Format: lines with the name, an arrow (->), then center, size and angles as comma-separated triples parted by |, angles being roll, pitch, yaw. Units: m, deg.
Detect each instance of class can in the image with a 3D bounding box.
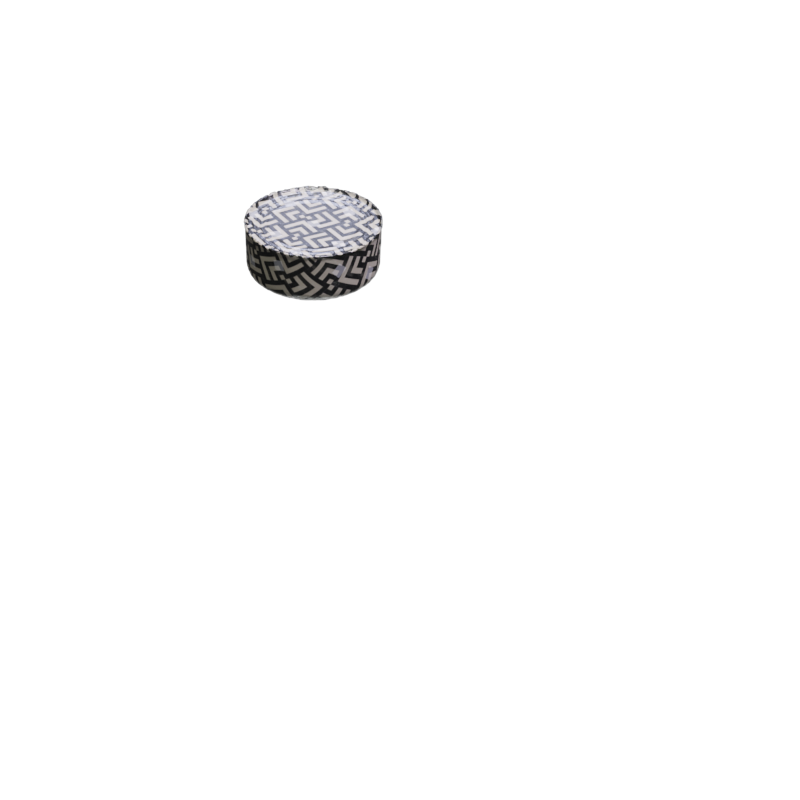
can -> -0.054, -0.099, 0.692 | 0.086, 0.031, 0.092 | -1, 37, -2
